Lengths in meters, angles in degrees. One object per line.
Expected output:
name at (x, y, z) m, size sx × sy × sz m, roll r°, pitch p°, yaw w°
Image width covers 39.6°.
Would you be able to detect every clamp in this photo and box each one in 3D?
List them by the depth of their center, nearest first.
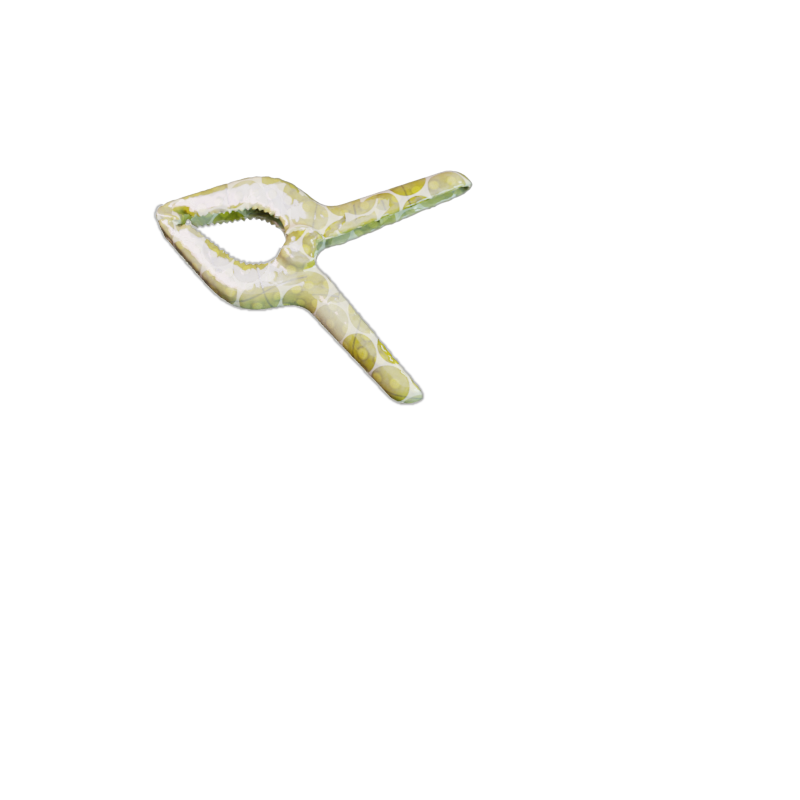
clamp at (-0.059, -0.107, 0.749) m, size 0.213 × 0.170 × 0.035 m, roll 20°, pitch -18°, yaw 7°
